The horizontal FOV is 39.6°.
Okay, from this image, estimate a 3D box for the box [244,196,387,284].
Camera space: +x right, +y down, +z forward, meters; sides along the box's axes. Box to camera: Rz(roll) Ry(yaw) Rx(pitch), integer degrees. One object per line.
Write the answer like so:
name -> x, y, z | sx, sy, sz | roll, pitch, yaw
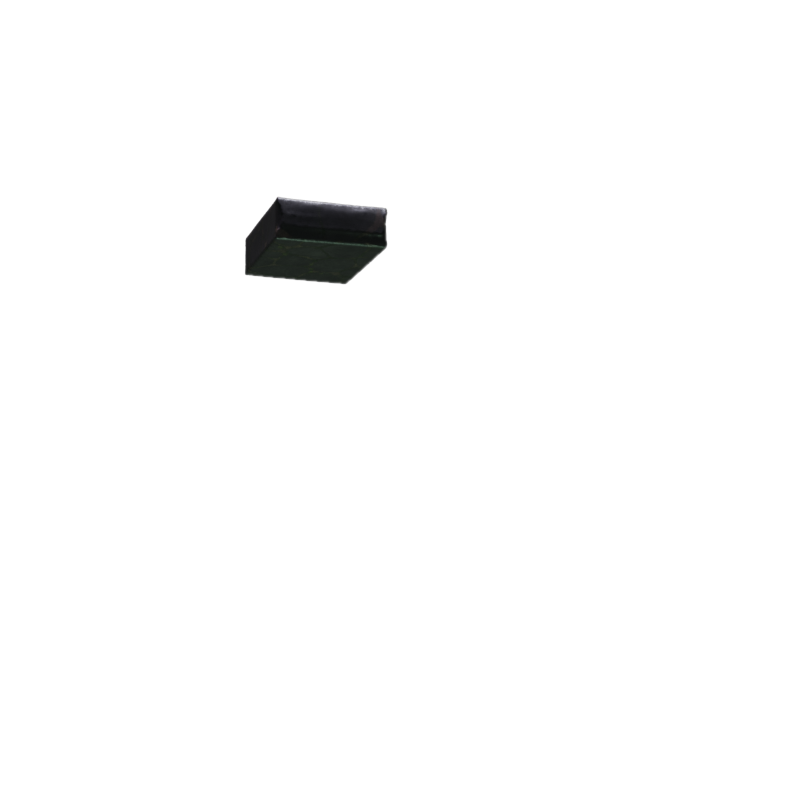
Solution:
box -> -0.056, -0.103, 0.722 | 0.071, 0.031, 0.088 | 4, -12, -18
